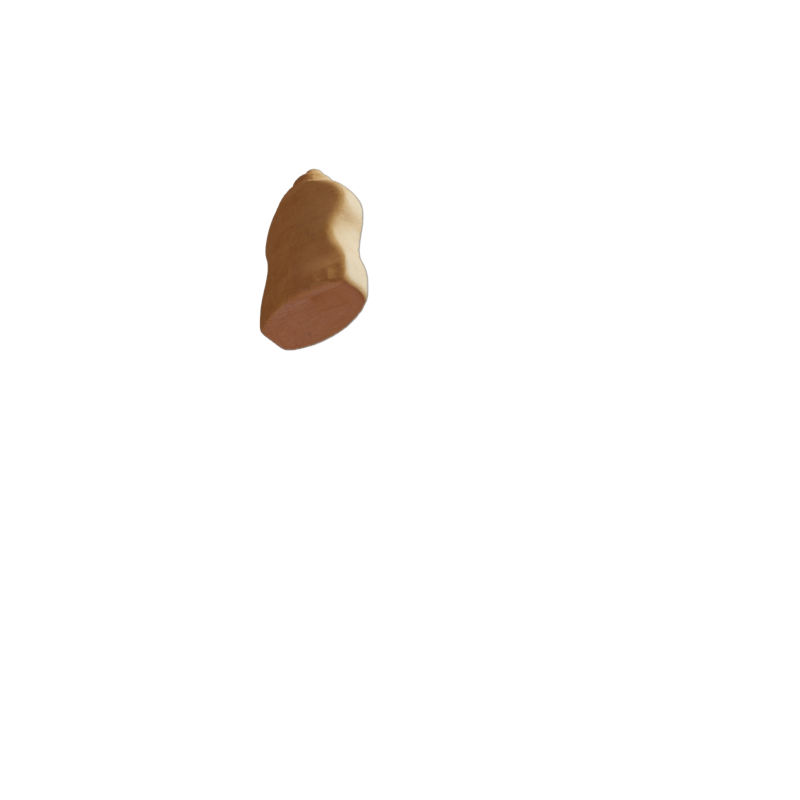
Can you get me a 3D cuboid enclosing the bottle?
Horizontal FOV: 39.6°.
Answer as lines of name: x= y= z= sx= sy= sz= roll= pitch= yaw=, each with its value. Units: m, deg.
bottle: x=-0.075 y=-0.137 z=0.963 sx=0.095 sy=0.206 sz=0.055 roll=-33 pitch=-52 yaw=26
